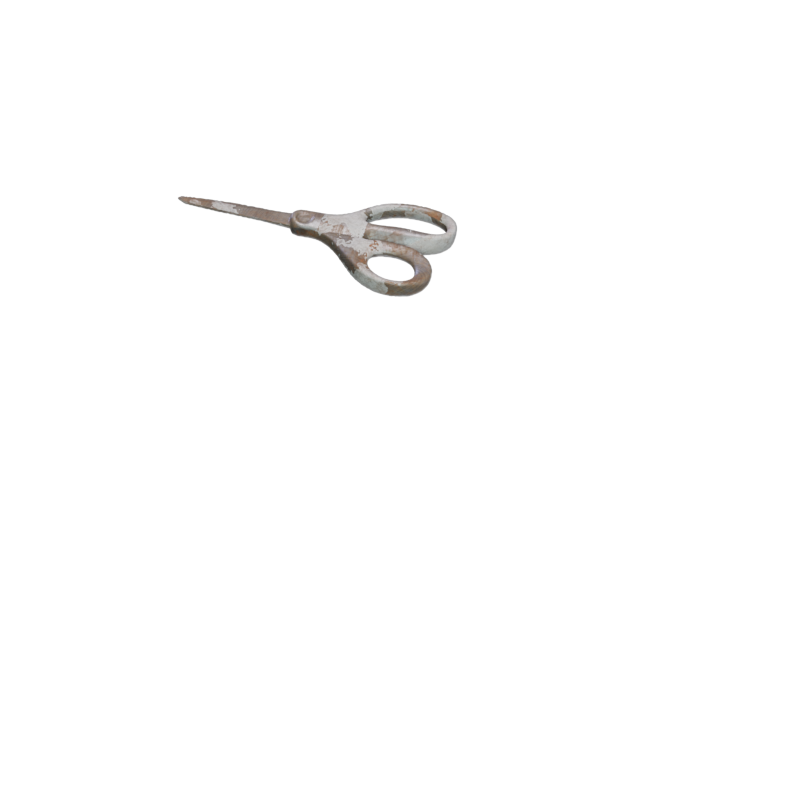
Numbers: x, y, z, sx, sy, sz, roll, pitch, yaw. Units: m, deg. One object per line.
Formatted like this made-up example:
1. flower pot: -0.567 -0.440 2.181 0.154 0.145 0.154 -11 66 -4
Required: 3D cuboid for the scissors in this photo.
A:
1. scissors: -0.061 -0.111 0.777 0.202 0.015 0.103 1 45 1
